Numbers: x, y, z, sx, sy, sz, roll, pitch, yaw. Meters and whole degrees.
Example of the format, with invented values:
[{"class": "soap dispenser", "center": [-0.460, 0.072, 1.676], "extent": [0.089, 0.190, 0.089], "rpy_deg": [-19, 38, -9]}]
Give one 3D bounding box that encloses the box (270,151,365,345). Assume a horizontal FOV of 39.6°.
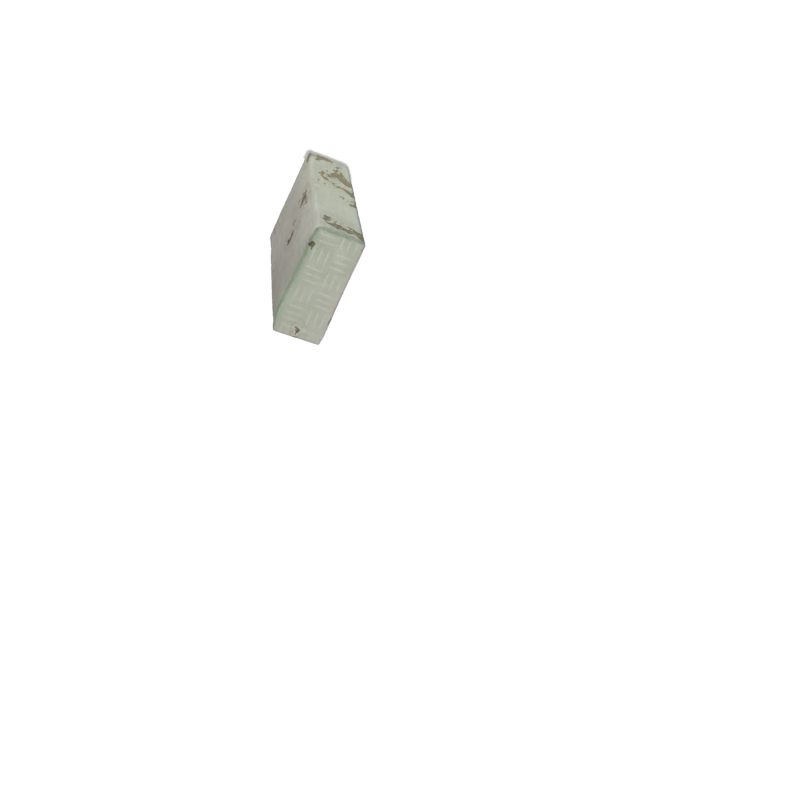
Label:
[{"class": "box", "center": [-0.070, -0.128, 0.896], "extent": [0.047, 0.090, 0.187], "rpy_deg": [21, 25, -15]}]
